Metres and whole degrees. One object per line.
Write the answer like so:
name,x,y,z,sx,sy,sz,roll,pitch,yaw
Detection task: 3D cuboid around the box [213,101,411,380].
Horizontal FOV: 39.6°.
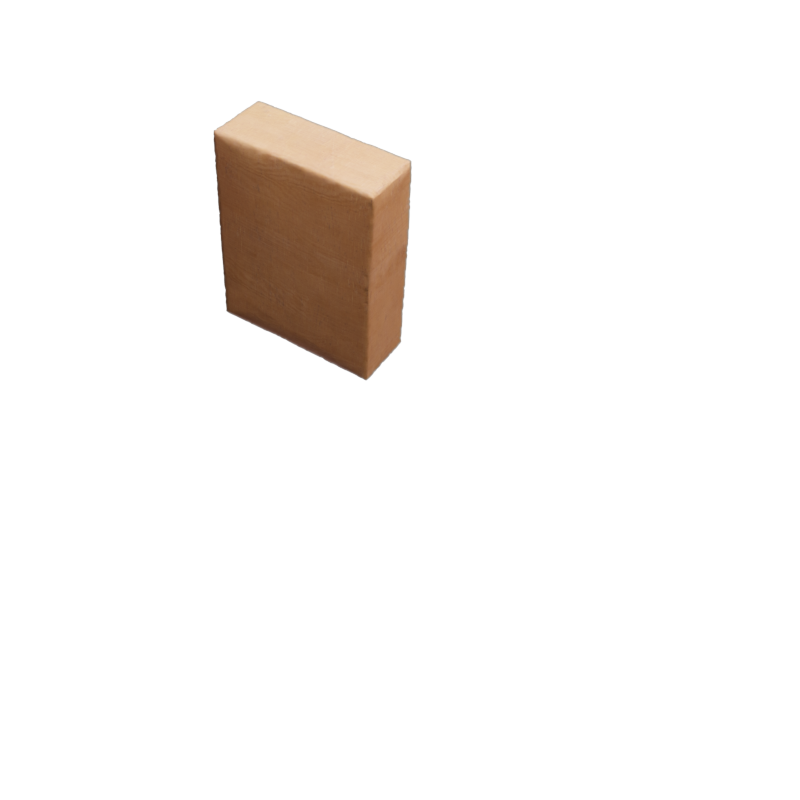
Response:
box,-0.077,-0.141,0.988,0.172,0.199,0.073,27,48,23
